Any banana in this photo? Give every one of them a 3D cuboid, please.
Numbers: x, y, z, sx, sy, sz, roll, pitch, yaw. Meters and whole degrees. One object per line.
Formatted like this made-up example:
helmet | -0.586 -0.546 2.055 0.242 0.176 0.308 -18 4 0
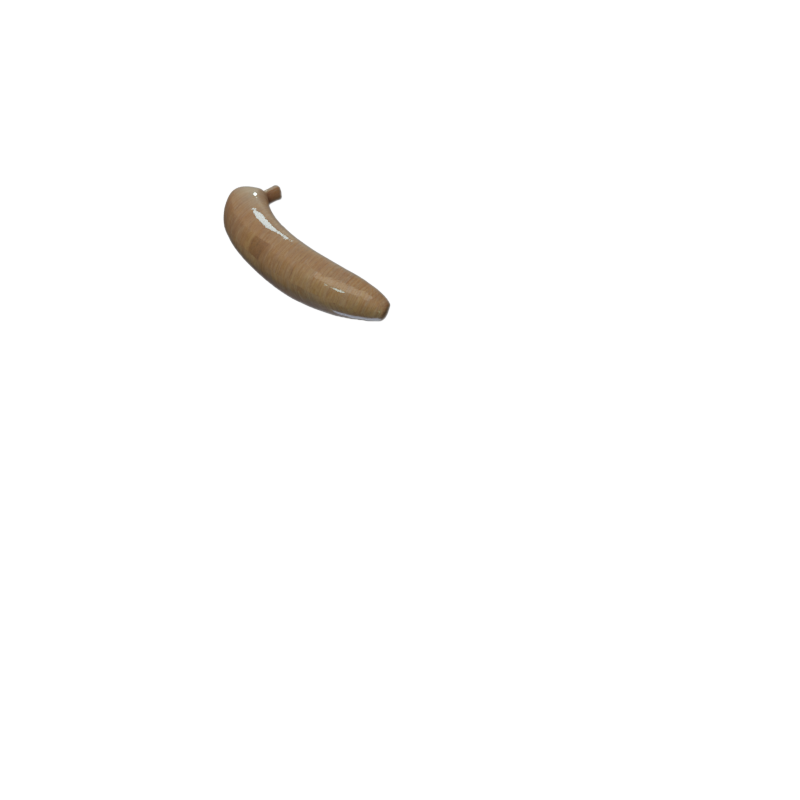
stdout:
banana | -0.080 -0.111 0.791 0.069 0.034 0.214 -16 40 -21
